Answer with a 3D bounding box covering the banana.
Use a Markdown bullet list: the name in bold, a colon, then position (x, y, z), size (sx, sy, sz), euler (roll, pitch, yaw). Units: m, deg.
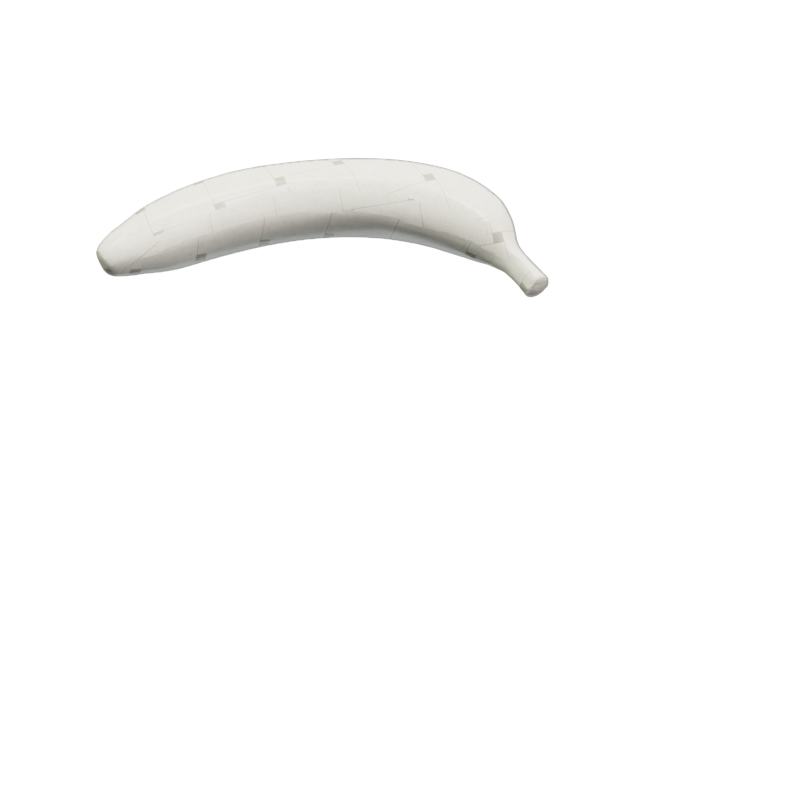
- **banana**: position (-0.035, -0.082, 0.502), size (0.198, 0.034, 0.074), euler (1, 40, 1)
